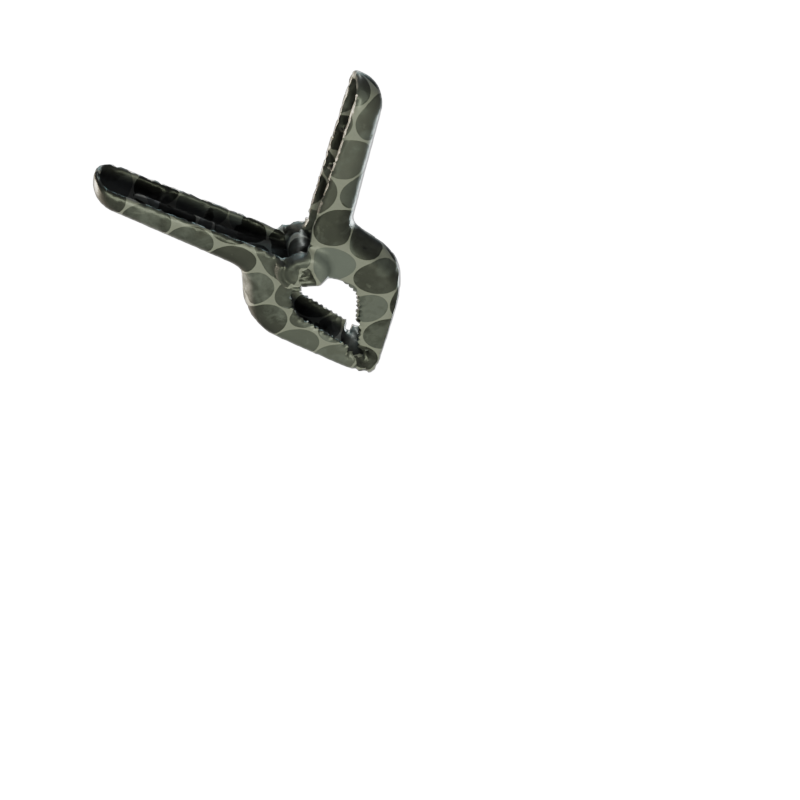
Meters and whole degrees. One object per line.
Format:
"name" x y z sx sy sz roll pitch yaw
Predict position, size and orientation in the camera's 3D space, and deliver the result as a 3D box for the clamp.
"clamp" -0.050 -0.090 0.634 0.165 0.039 0.194 -20 -46 21
